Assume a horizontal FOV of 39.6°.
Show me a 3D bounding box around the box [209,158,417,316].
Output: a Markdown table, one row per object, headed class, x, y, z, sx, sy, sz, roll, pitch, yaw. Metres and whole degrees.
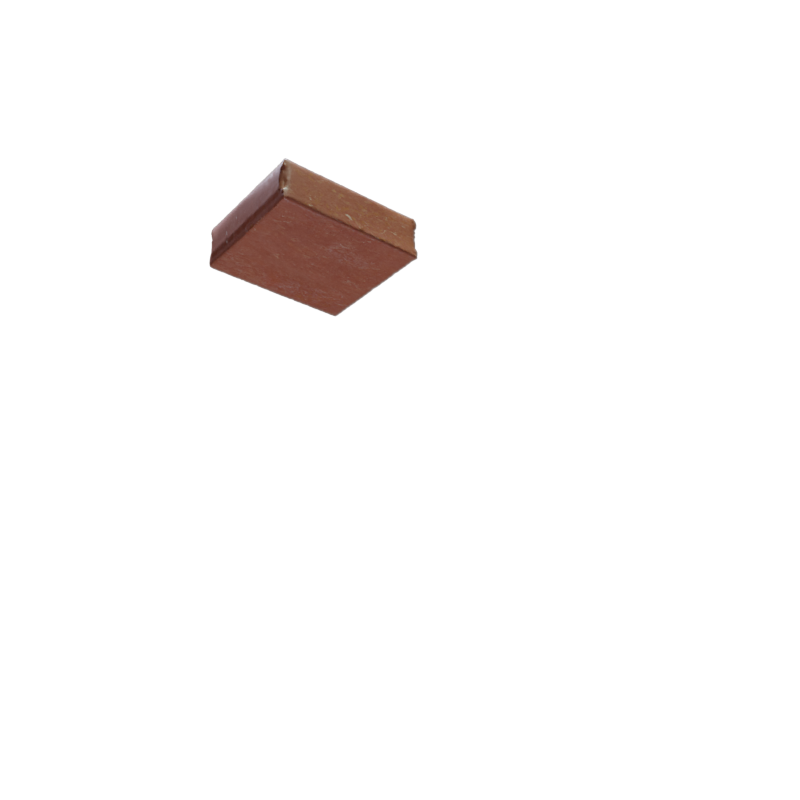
| class | x | y | z | sx | sy | sz | roll | pitch | yaw |
| --- | --- | --- | --- | --- | --- | --- | --- | --- | --- |
| box | -0.047 | -0.086 | 0.600 | 0.085 | 0.032 | 0.072 | 21 | -38 | -30 |
